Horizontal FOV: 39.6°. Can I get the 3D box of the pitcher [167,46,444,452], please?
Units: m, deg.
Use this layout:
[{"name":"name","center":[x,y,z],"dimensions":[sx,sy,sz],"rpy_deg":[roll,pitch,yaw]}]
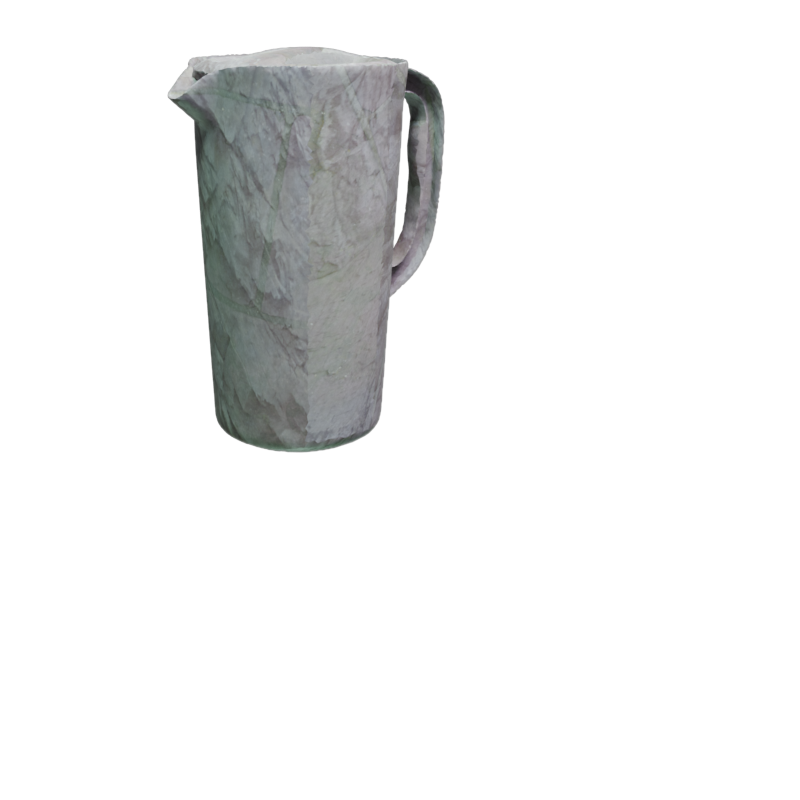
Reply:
[{"name":"pitcher","center":[-0.055,-0.100,0.700],"dimensions":[0.152,0.235,0.148],"rpy_deg":[4,16,10]}]
